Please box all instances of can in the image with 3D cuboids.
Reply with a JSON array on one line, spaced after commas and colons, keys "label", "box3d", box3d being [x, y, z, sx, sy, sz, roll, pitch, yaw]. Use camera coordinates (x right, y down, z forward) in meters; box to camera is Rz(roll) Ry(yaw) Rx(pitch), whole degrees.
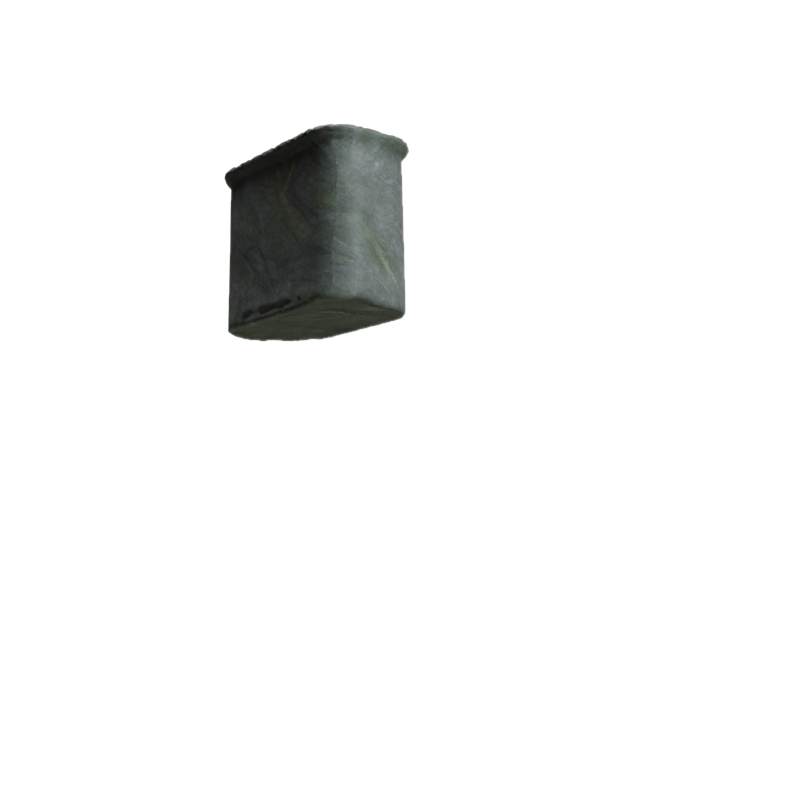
[{"label": "can", "box3d": [-0.042, -0.077, 0.542, 0.055, 0.087, 0.104, 11, -17, -39]}]
